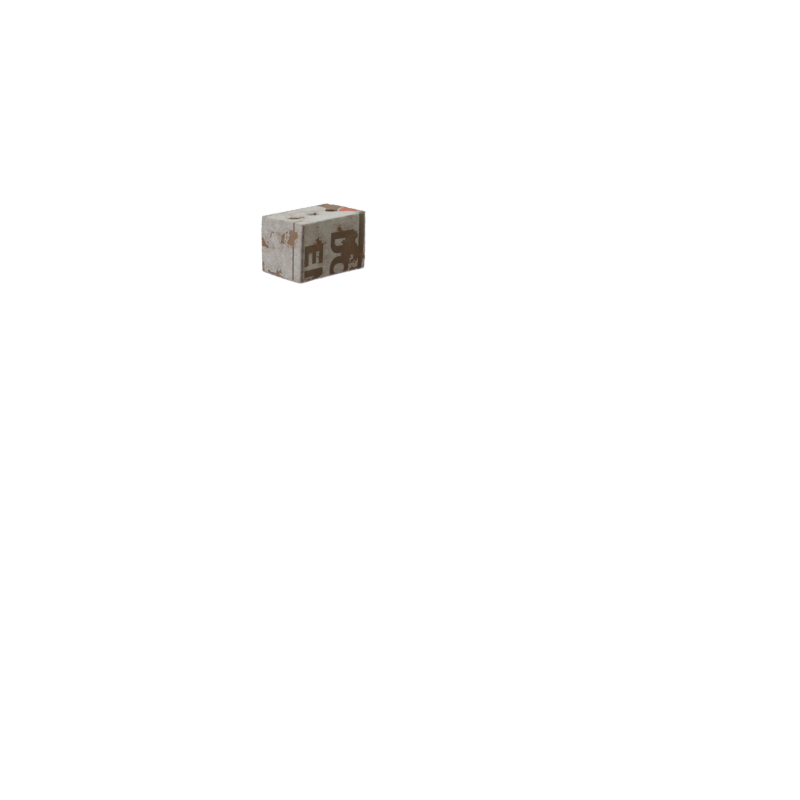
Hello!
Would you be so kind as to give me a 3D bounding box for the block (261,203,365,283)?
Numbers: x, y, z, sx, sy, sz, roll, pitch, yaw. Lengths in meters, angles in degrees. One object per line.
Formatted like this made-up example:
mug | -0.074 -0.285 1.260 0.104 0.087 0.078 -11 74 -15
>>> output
block | -0.075 -0.136 0.956 0.056 0.049 0.077 17 25 41
